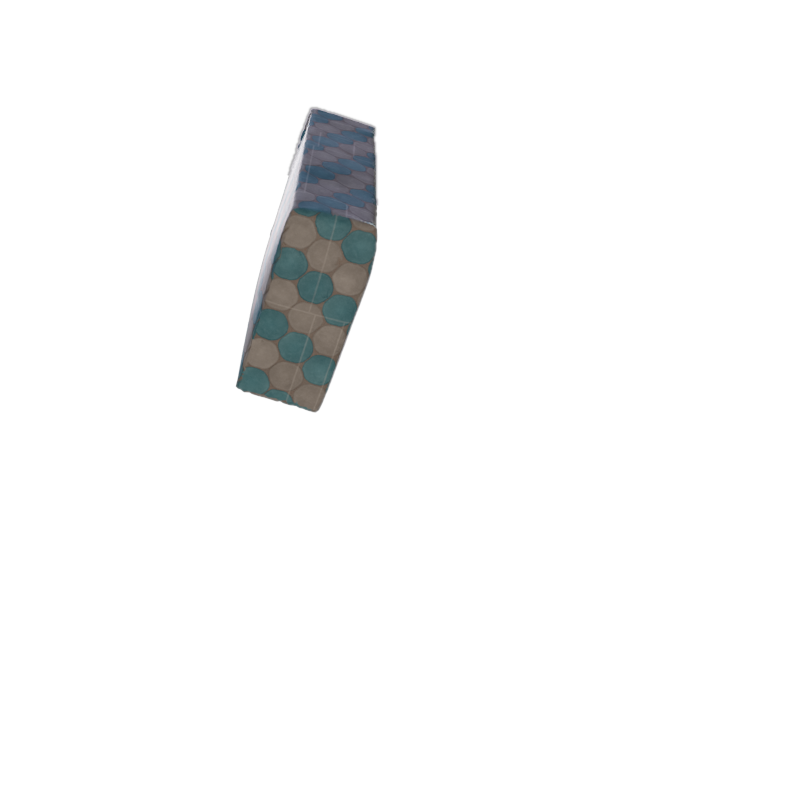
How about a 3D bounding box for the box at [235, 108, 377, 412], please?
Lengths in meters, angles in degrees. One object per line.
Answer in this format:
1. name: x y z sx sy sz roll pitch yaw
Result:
1. box: -0.044 -0.080 0.560 0.047 0.090 0.186 16 24 -12
